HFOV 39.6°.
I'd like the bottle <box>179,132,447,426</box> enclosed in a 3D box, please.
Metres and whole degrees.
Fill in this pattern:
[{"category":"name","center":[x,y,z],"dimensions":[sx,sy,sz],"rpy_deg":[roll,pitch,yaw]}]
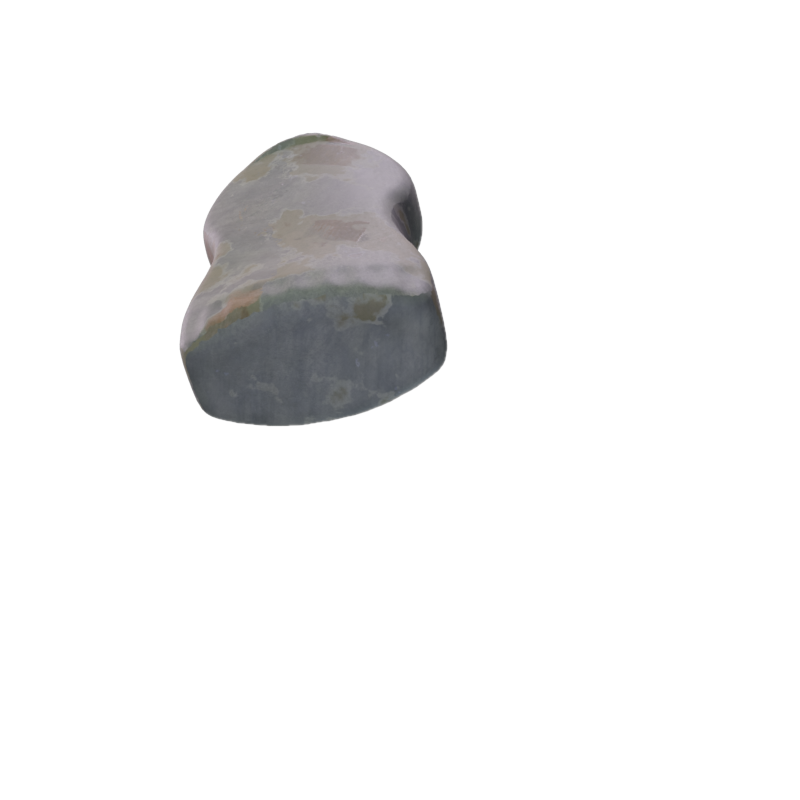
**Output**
[{"category":"bottle","center":[-0.038,-0.069,0.478],"dimensions":[0.096,0.054,0.204],"rpy_deg":[-14,33,5]}]
